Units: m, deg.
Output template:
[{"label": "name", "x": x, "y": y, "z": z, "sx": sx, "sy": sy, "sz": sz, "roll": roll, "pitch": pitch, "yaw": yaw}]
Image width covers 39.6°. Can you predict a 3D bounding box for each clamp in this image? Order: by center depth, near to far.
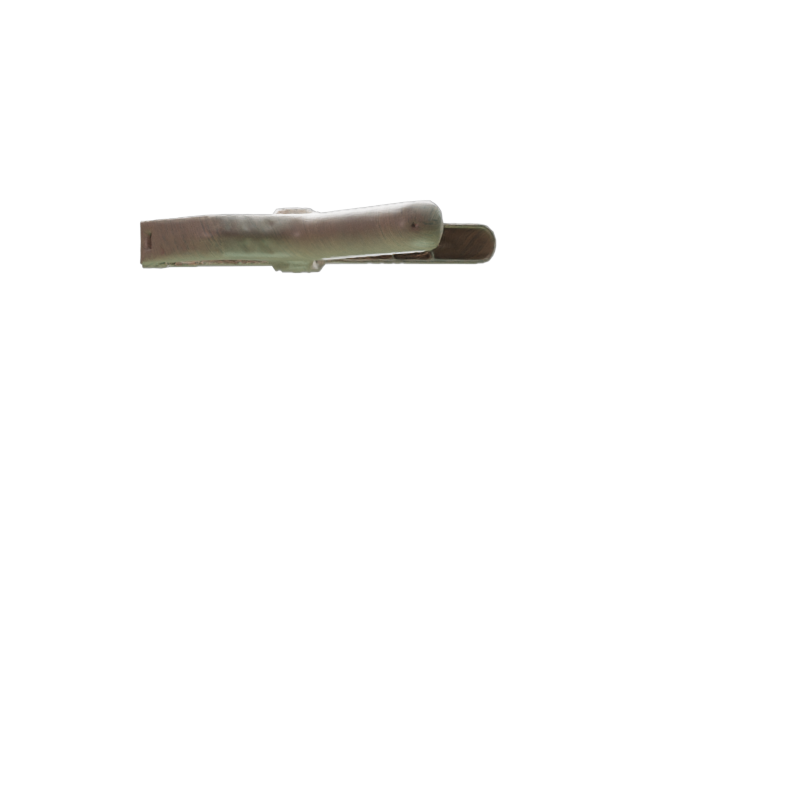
[{"label": "clamp", "x": -0.051, "y": -0.092, "z": 0.646, "sx": 0.216, "sy": 0.036, "sz": 0.159, "roll": 1, "pitch": 3, "yaw": 24}]
